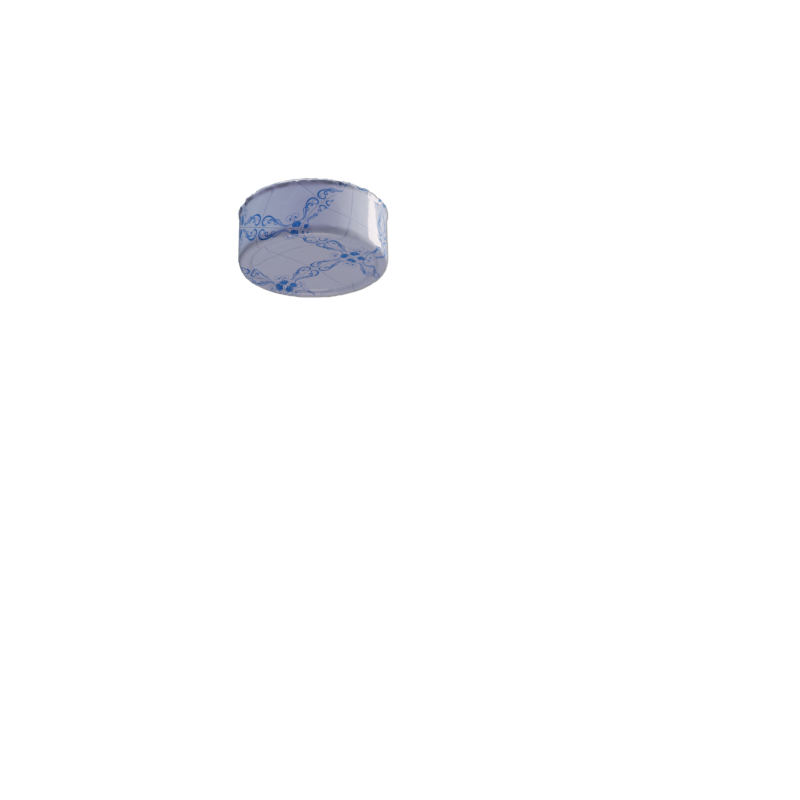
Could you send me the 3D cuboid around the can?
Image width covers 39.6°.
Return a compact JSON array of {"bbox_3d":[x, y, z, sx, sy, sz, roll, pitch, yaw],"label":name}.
[{"bbox_3d":[-0.049,-0.090,0.628,0.086,0.035,0.081,0,-22,-2],"label":"can"}]
